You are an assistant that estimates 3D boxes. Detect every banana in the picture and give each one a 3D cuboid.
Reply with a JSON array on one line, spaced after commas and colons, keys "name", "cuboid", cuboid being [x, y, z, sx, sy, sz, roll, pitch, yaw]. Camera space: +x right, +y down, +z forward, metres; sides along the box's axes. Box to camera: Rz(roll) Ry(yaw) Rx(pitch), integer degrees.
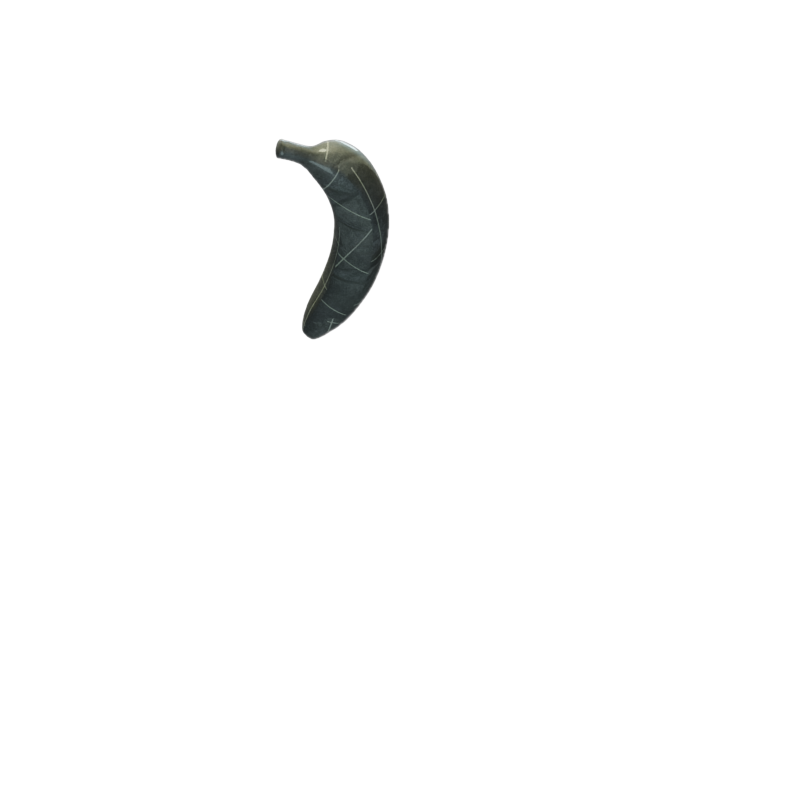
[{"name": "banana", "cuboid": [-0.042, -0.113, 0.765, 0.070, 0.039, 0.183, -2, -40, 1]}]
